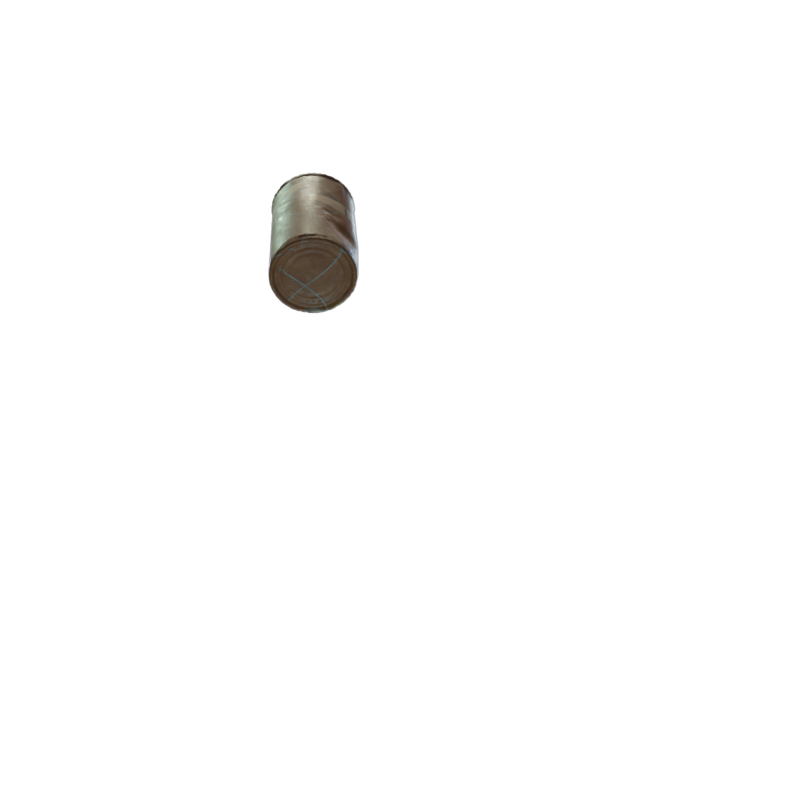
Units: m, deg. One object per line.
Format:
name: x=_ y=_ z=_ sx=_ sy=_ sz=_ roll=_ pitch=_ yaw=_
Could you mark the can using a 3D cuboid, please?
can: x=-0.067 y=-0.122 z=0.856 sx=0.068 sy=0.064 sz=0.109 roll=-1 pitch=36 yaw=-3
